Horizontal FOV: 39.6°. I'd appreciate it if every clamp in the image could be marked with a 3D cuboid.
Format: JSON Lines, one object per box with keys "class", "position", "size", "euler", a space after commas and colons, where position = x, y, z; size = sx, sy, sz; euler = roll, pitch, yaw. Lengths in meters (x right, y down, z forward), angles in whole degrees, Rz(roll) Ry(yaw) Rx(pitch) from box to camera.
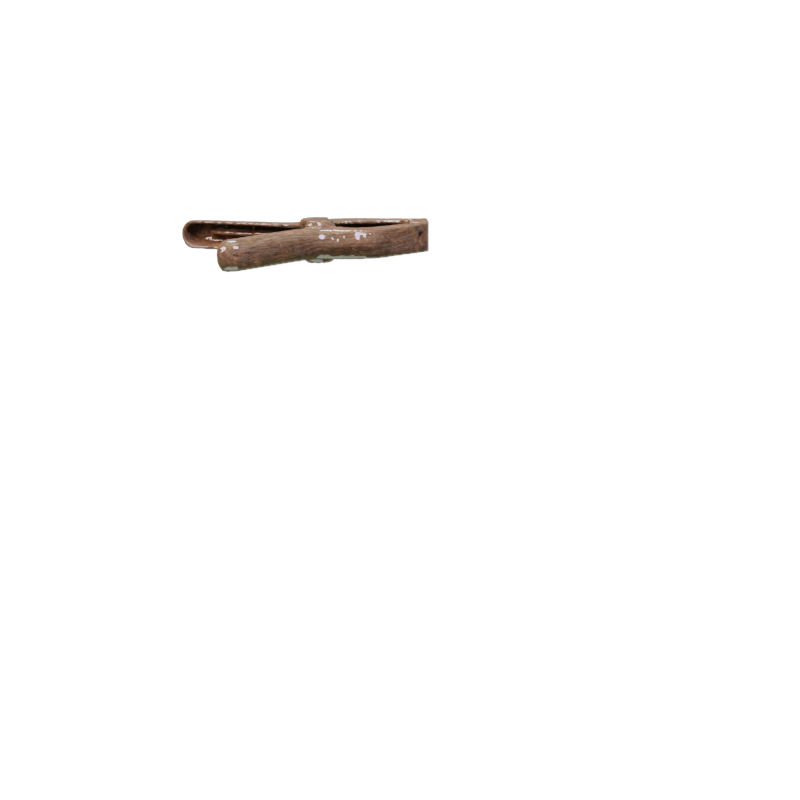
{"class": "clamp", "position": [-0.073, -0.132, 0.926], "size": [0.207, 0.035, 0.172], "euler": [-3, 16, -11]}
